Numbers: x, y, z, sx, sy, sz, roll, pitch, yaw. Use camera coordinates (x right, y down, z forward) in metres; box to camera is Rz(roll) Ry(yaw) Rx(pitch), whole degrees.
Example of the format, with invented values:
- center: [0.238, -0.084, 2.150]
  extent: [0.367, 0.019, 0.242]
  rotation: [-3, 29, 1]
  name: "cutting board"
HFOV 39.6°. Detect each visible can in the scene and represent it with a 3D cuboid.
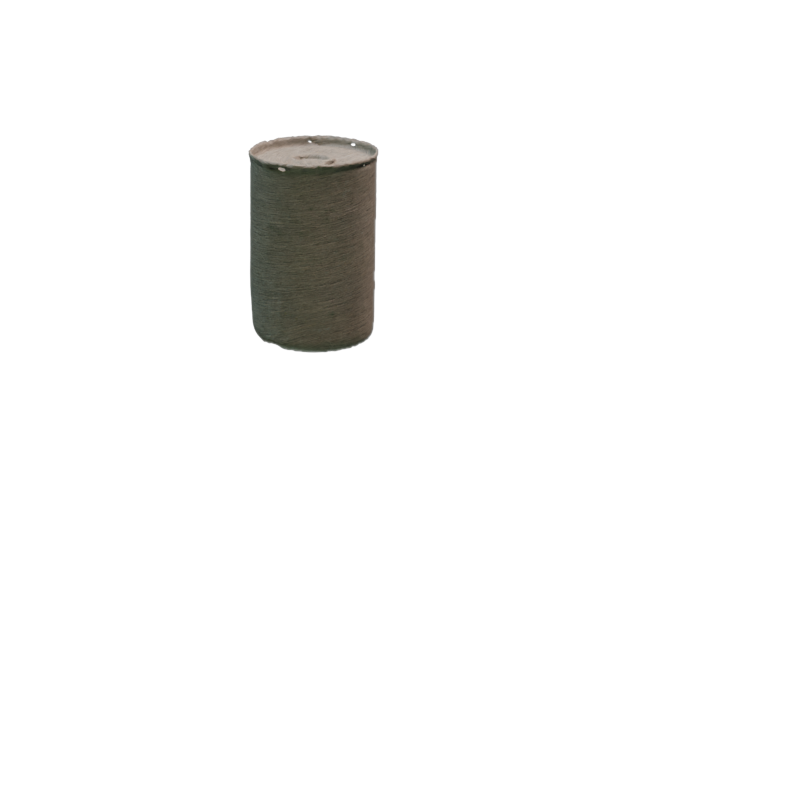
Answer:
- center: [-0.047, -0.085, 0.595]
  extent: [0.068, 0.098, 0.072]
  rotation: [0, 21, -2]
  name: "can"
